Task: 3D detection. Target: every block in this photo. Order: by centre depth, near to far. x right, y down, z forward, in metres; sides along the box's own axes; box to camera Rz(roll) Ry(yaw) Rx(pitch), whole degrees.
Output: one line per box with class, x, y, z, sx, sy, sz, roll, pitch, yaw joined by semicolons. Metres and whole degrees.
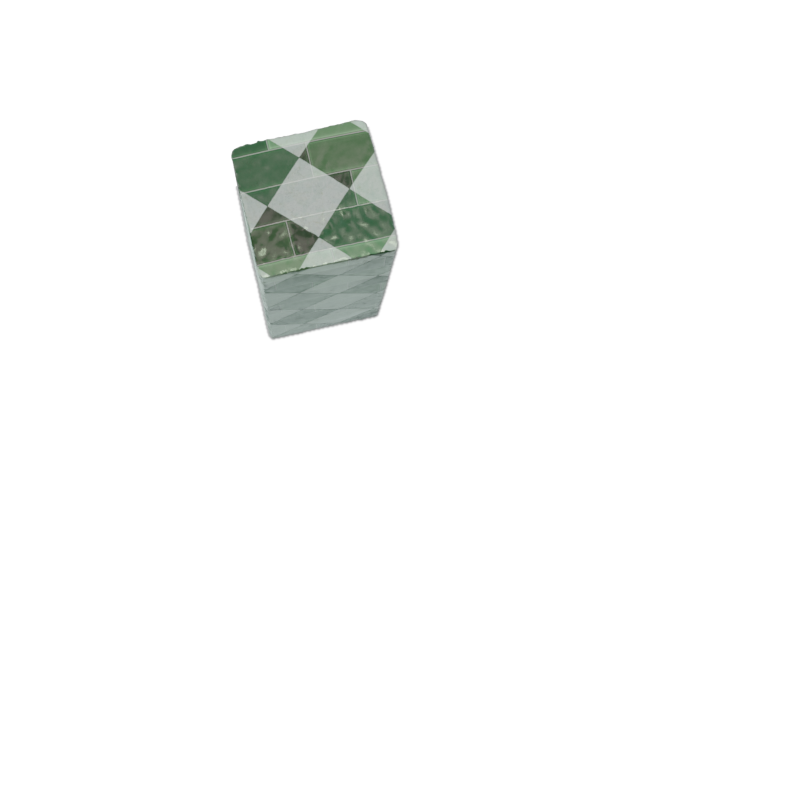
block;-0.062;-0.113;0.787;0.090;0.093;0.201;-13;-8;-6
